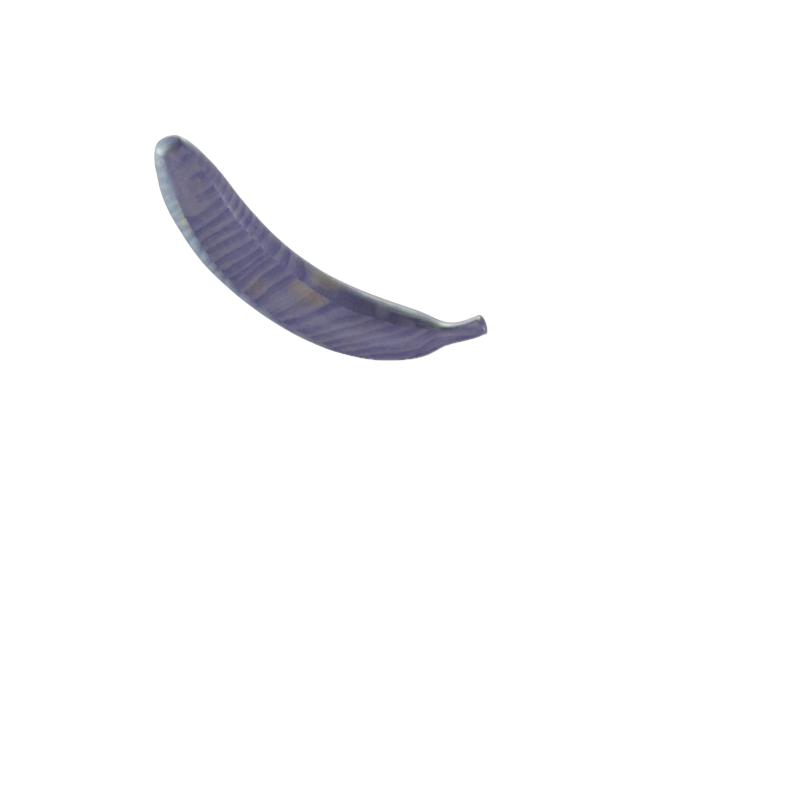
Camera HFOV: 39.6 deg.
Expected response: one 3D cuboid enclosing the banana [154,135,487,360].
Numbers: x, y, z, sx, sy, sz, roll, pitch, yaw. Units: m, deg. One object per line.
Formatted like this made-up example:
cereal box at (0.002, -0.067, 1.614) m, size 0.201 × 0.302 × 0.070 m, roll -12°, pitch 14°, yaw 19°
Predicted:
banana at (-0.052, -0.068, 0.579) m, size 0.190 × 0.068 × 0.039 m, roll 28°, pitch 30°, yaw -18°
